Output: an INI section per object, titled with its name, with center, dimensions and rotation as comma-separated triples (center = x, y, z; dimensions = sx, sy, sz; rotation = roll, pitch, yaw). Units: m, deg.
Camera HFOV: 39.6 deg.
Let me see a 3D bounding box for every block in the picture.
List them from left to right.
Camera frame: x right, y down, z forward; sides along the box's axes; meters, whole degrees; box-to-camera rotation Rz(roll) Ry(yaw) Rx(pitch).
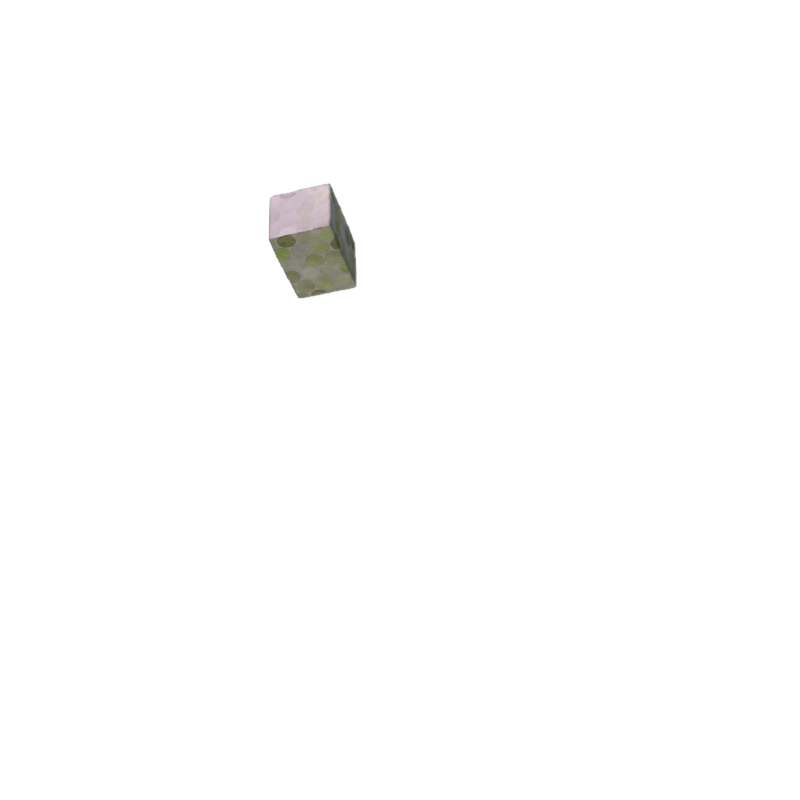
[block]
center = -0.071, -0.129, 0.903
dimensions = 0.053, 0.055, 0.072
rotation = -11, -40, 11
